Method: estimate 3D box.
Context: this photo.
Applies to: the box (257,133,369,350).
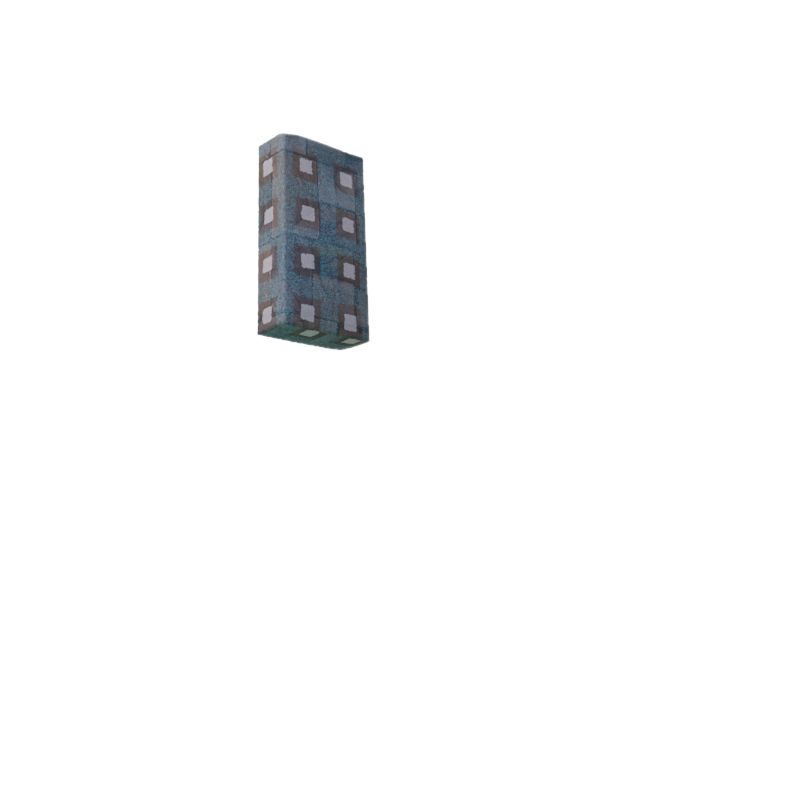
[{"bbox_3d":[-0.075,-0.137,0.957,0.088,0.184,0.048,13,-24,-37],"label":"box"}]
